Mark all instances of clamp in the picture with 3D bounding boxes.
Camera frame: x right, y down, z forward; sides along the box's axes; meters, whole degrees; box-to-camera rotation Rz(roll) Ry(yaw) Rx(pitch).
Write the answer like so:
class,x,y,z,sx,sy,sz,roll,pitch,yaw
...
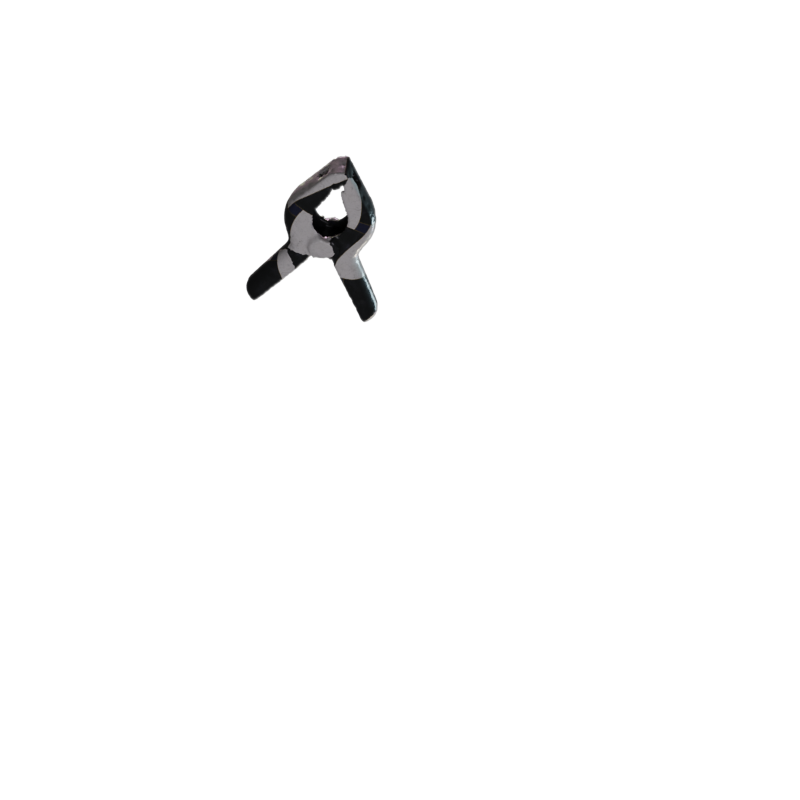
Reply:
class,x,y,z,sx,sy,sz,roll,pitch,yaw
clamp,-0.076,-0.139,0.971,0.120,0.160,0.042,2,40,-2
